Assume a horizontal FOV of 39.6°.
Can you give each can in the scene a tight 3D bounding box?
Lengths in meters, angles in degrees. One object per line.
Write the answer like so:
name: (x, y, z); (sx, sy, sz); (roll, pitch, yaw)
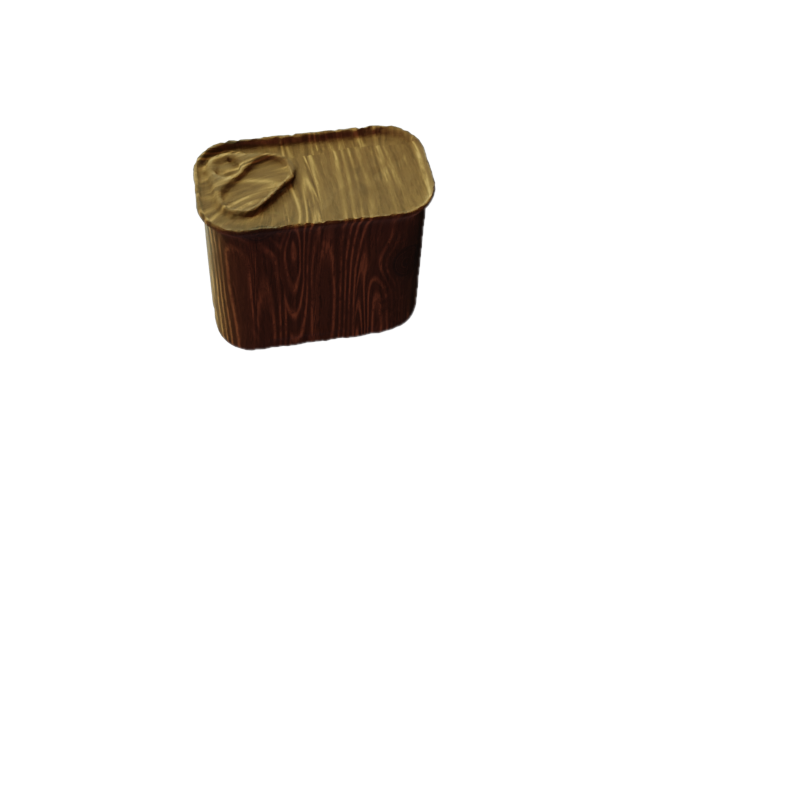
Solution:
can: (-0.040, -0.072, 0.504); (0.101, 0.062, 0.078); (-7, -38, -7)
